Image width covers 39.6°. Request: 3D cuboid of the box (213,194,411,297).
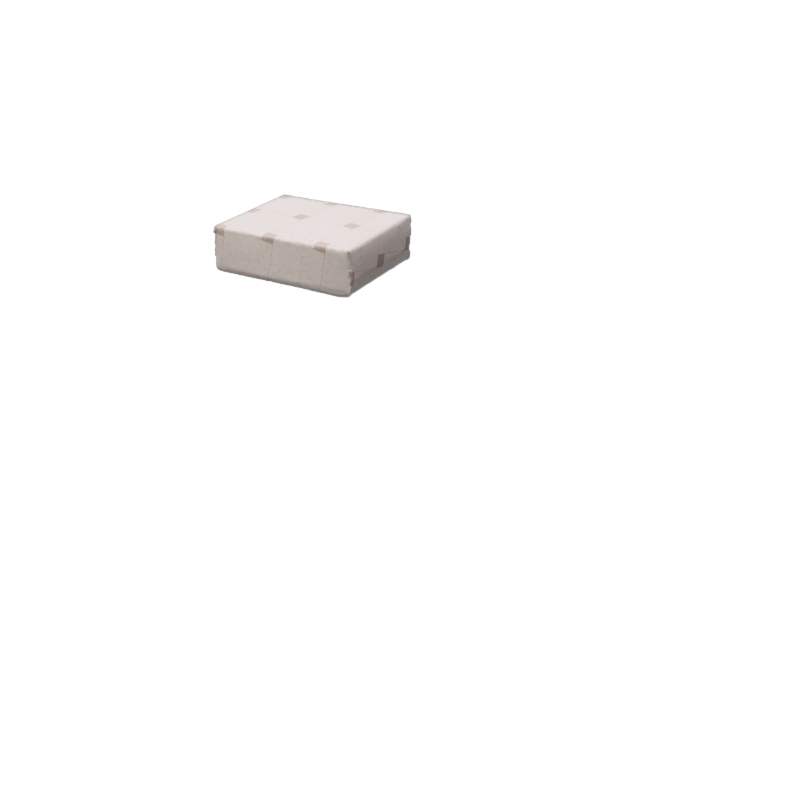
[{"bbox_3d":[-0.062,-0.112,0.786,0.119,0.037,0.090,15,30,27],"label":"box"}]
